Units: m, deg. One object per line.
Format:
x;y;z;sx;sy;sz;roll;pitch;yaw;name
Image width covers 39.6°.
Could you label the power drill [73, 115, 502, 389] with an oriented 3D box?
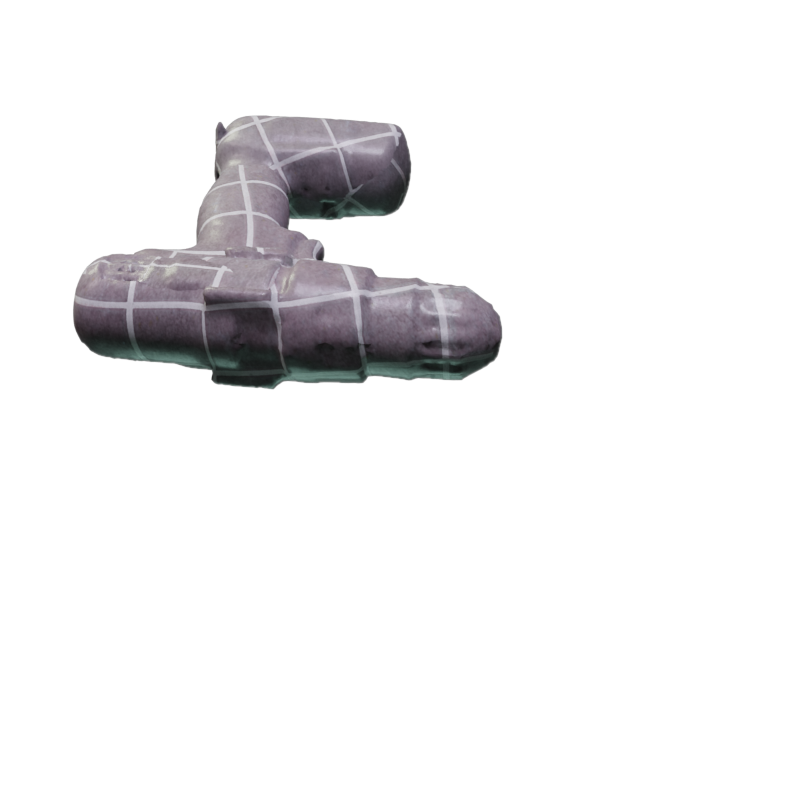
-0.042;-0.076;0.532;0.187;0.054;0.197;5;34;7;power drill
